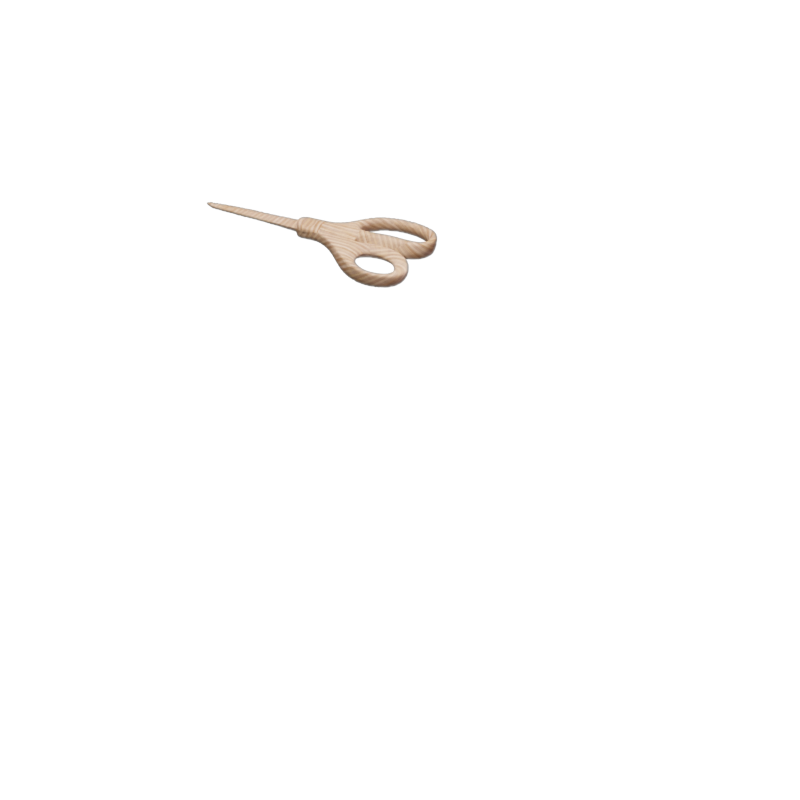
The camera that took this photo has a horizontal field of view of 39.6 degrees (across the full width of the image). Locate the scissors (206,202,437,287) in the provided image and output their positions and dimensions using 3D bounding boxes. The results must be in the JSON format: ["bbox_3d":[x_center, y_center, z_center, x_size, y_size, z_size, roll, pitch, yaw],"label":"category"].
[{"bbox_3d":[-0.072,-0.131,0.917,0.204,0.015,0.102,5,39,7],"label":"scissors"}]
